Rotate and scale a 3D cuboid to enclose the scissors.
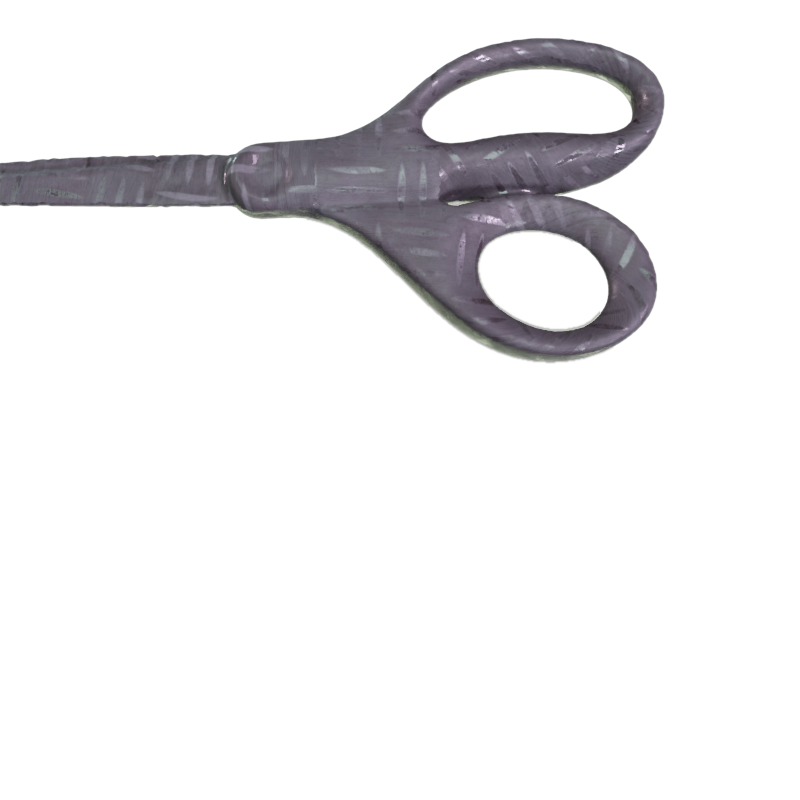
[{"bbox_3d":[-0.023,-0.041,0.287,0.201,0.100,0.015,-16,-16,-5],"label":"scissors"}]
